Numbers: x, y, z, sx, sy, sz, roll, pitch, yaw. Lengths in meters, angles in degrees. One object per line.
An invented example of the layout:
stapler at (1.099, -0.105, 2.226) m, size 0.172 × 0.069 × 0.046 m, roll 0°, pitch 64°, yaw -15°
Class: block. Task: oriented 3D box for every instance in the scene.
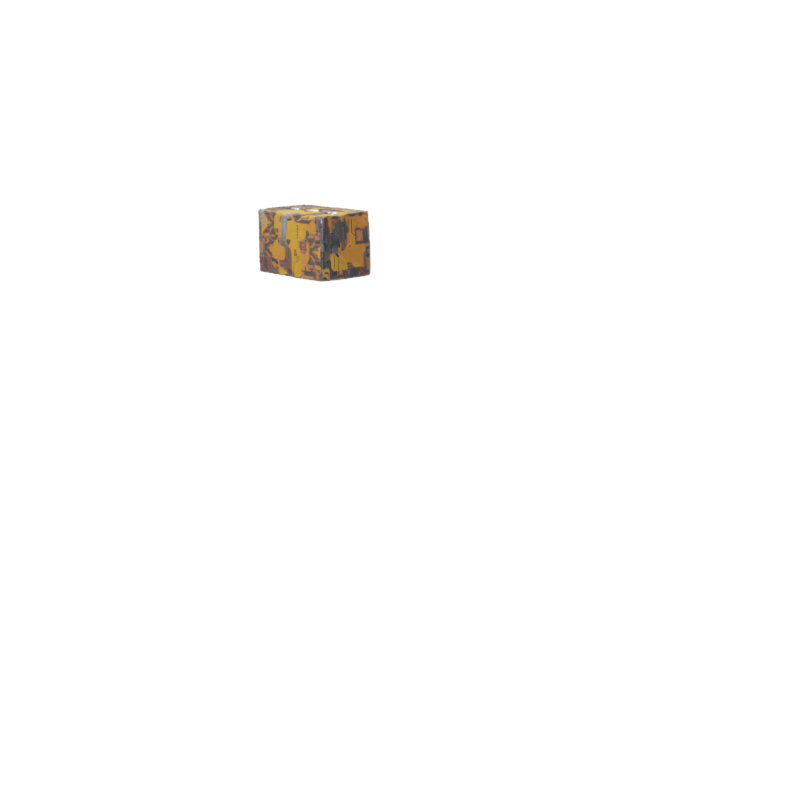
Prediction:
block at (-0.069, -0.125, 0.878) m, size 0.082 × 0.050 × 0.051 m, roll 13°, pitch 17°, yaw 43°
